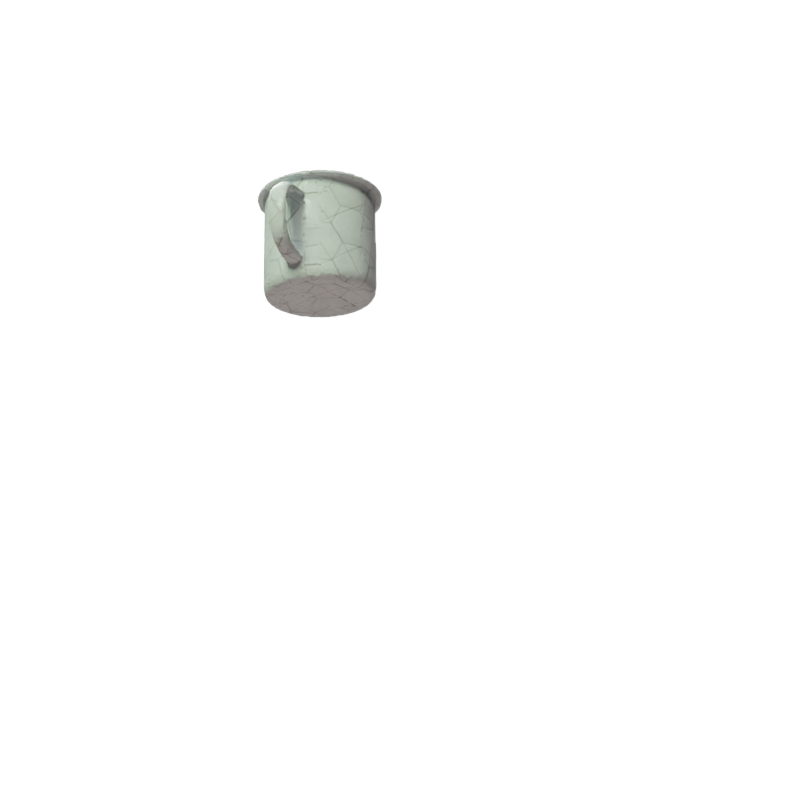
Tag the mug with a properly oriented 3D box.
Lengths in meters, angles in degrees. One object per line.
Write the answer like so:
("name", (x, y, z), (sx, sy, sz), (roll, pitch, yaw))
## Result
("mug", (-0.063, -0.115, 0.805), (0.095, 0.086, 0.109), (-9, -22, 20))
